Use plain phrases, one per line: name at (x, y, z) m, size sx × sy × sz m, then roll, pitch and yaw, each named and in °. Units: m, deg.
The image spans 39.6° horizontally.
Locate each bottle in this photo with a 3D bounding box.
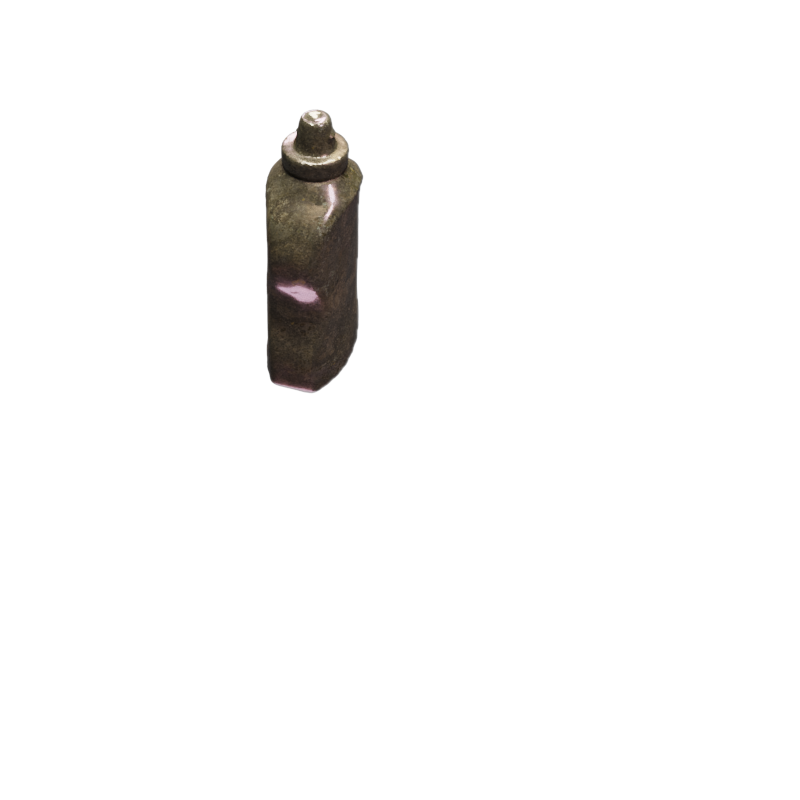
bottle at (-0.055, -0.102, 0.713) m, size 0.060 × 0.179 × 0.100 m, roll 14°, pitch 44°, yaw 11°
